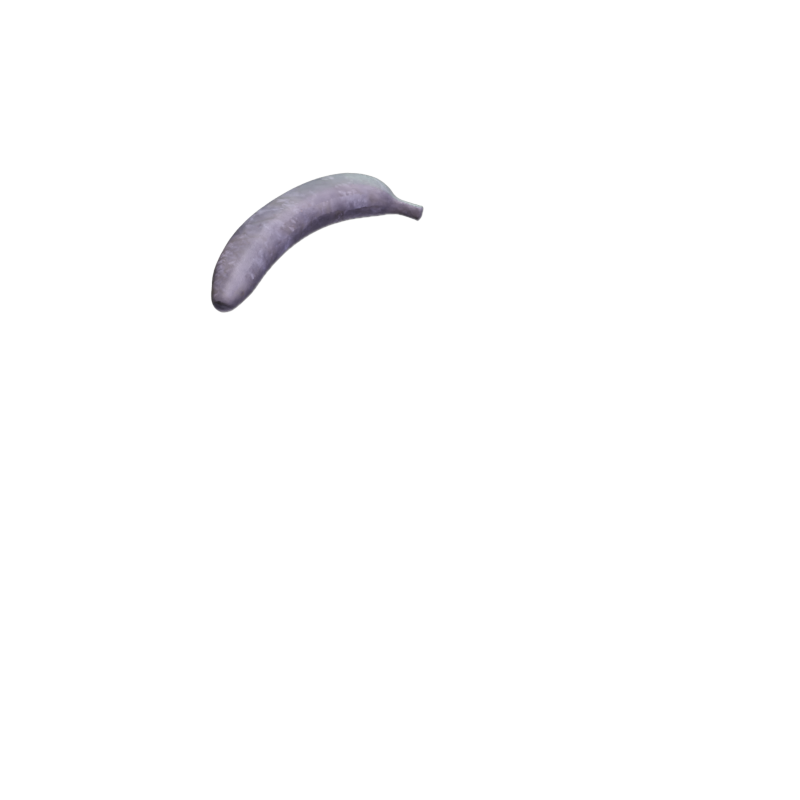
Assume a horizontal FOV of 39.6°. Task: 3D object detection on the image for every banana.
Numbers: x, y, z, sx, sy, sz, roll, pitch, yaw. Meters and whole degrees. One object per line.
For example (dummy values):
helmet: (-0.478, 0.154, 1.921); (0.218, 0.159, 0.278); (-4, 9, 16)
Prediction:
banana: (-0.074, -0.129, 0.831); (0.198, 0.034, 0.074); (-32, 51, -30)
